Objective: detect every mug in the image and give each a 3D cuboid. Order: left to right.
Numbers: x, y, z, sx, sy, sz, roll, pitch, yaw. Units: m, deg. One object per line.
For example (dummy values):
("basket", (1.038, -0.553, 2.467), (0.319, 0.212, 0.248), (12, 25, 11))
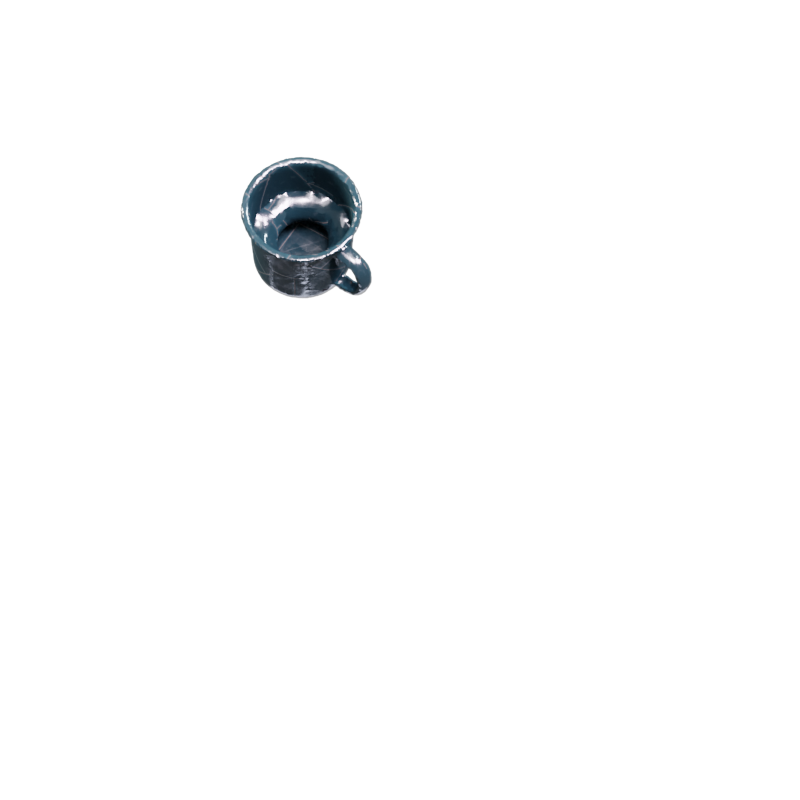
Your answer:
("mug", (-0.069, -0.126, 0.880), (0.122, 0.095, 0.077), (38, -21, 15))
